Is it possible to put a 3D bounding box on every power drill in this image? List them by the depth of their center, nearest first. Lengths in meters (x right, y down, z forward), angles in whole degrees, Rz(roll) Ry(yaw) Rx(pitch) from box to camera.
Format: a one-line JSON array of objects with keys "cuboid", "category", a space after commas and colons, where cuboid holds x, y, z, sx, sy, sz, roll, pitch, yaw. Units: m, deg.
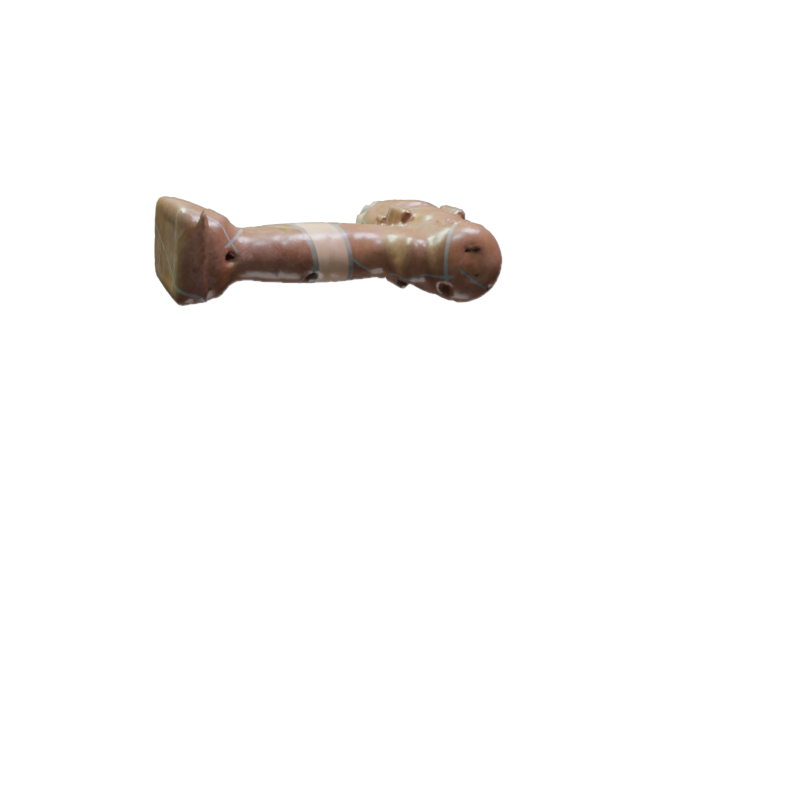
[{"cuboid": [-0.053, -0.097, 0.679, 0.184, 0.056, 0.192, -4, 14, -16], "category": "power drill"}]
